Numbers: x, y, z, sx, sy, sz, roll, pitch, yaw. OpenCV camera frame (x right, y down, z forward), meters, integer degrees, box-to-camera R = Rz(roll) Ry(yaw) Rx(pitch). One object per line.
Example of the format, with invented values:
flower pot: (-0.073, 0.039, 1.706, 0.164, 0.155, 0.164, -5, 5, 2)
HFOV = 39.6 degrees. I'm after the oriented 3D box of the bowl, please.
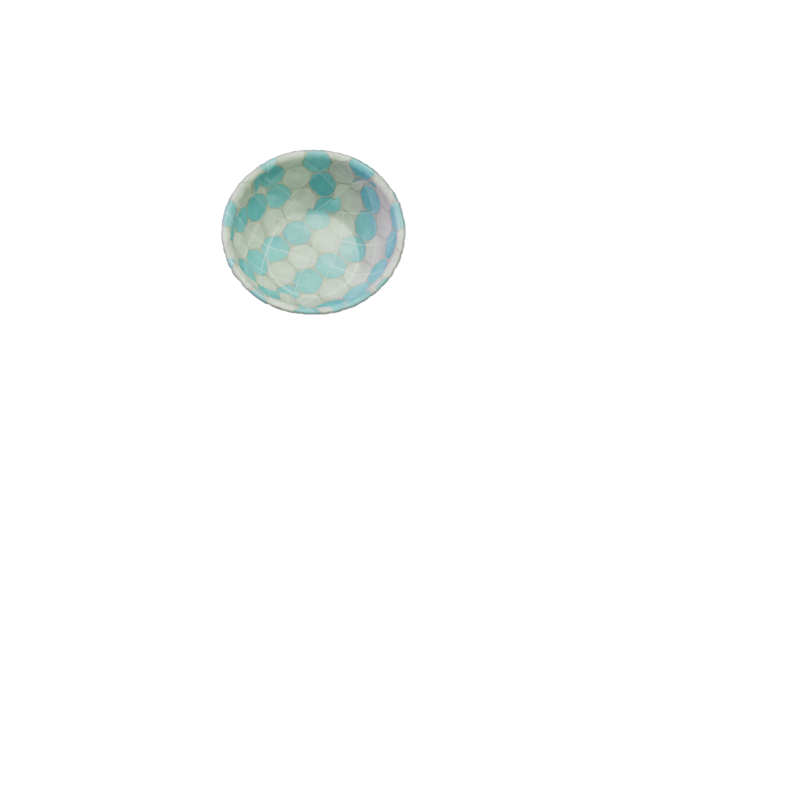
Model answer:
bowl: (-0.078, -0.142, 0.994, 0.162, 0.171, 0.052, -1, -24, -1)
